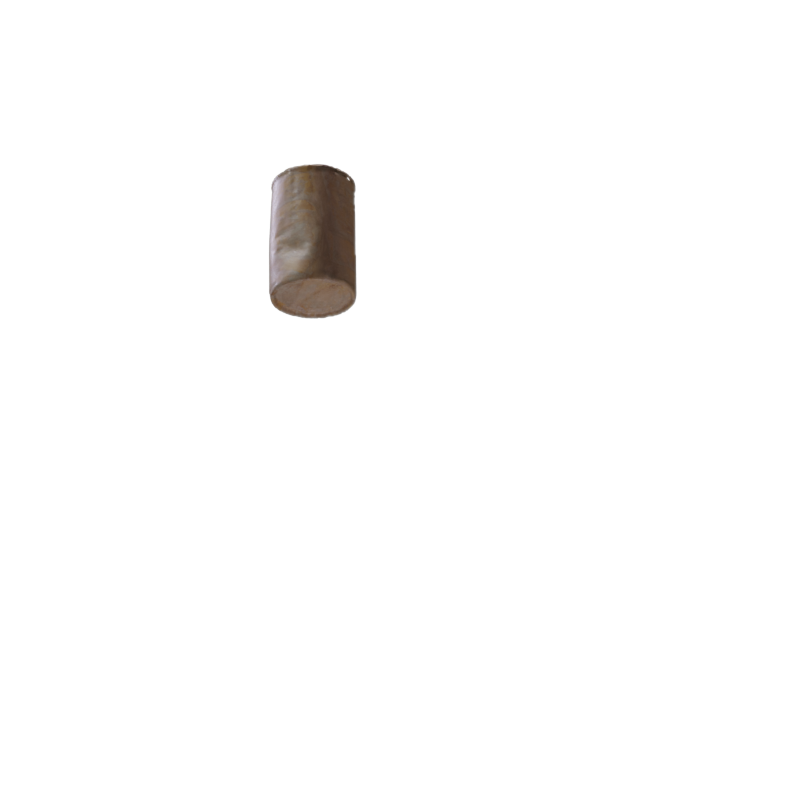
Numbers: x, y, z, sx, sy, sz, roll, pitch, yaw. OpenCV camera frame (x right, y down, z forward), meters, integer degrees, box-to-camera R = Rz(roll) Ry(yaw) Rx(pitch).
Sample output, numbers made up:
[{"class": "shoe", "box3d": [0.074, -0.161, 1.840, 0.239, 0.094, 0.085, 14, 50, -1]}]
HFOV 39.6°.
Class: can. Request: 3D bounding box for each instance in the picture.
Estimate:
[{"class": "can", "box3d": [-0.068, -0.123, 0.864, 0.068, 0.109, 0.065, 0, -27, -2]}]
